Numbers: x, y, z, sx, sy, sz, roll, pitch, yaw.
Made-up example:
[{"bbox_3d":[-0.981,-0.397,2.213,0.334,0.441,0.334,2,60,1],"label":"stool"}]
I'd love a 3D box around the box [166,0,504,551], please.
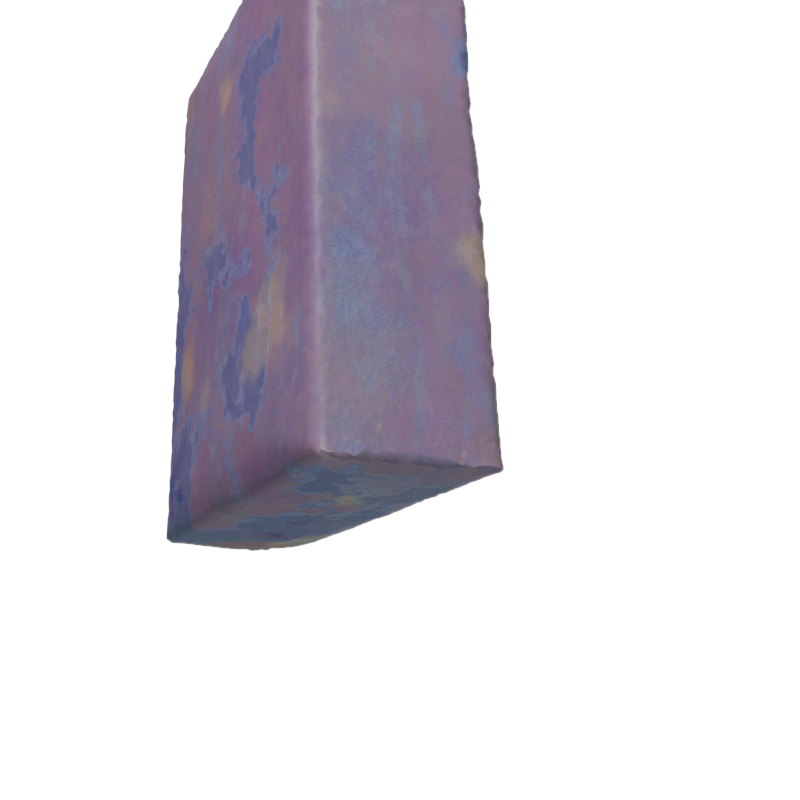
[{"bbox_3d":[-0.034,-0.062,0.433,0.069,0.225,0.162,9,-23,-24],"label":"box"}]
